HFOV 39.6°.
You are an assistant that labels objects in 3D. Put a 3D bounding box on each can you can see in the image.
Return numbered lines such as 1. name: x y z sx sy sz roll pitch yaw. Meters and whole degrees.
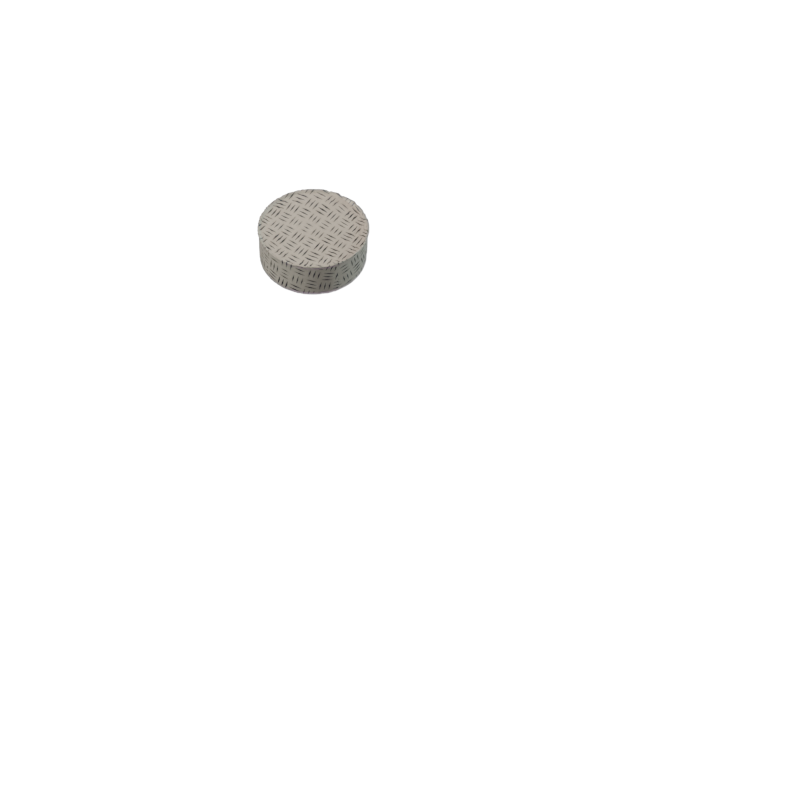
1. can: -0.067 -0.123 0.861 0.086 0.092 0.031 -1 -41 -1
